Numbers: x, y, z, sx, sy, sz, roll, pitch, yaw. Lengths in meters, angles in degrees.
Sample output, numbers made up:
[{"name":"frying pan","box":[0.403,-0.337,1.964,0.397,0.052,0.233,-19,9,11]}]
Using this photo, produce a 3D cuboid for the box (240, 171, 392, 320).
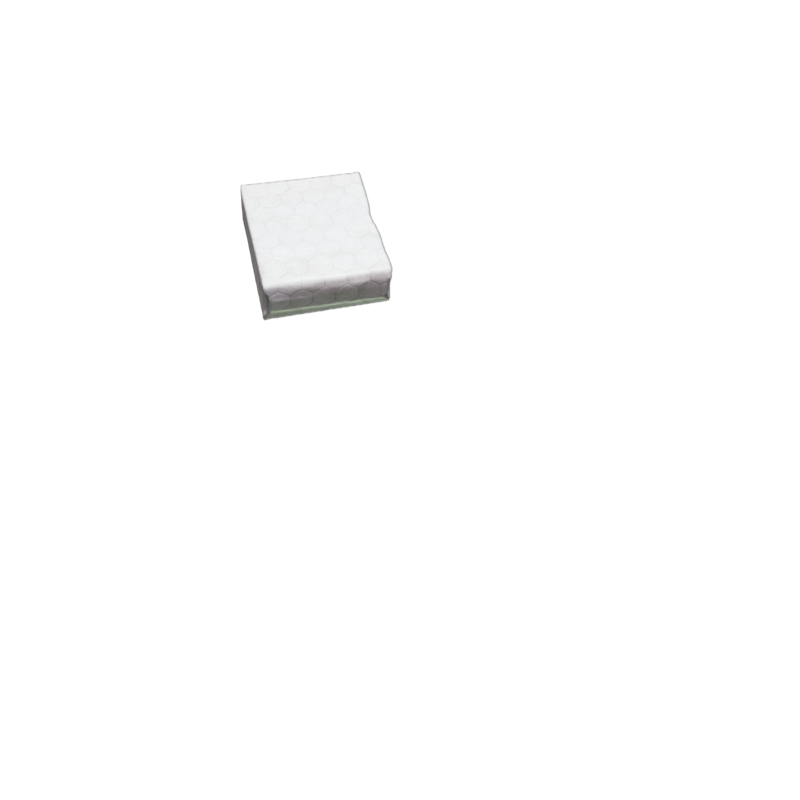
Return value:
[{"name":"box","box":[-0.050,-0.091,0.637,0.072,0.096,0.028,-9,-42,-8]}]
